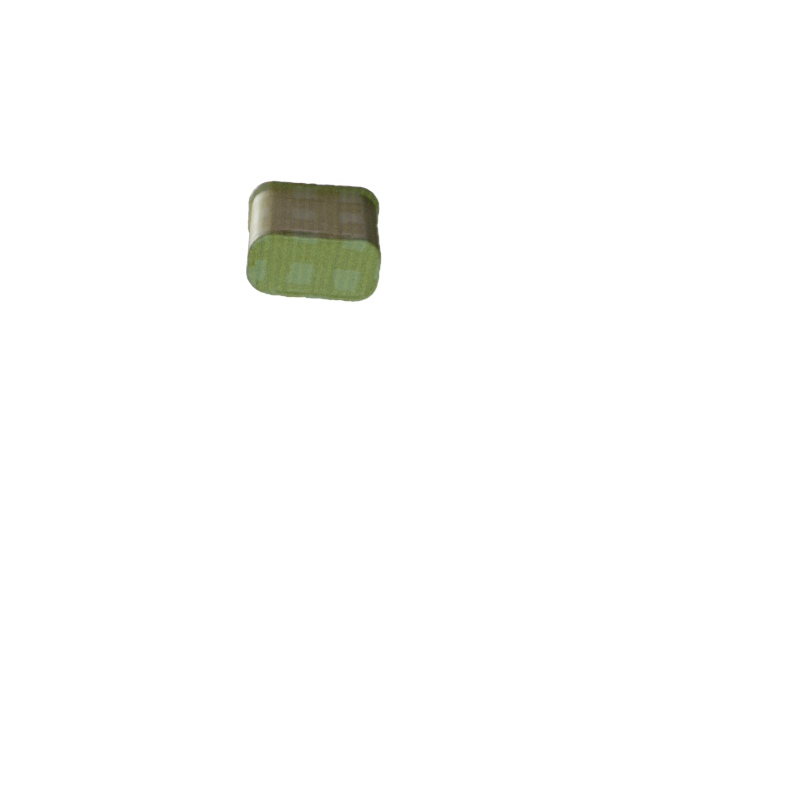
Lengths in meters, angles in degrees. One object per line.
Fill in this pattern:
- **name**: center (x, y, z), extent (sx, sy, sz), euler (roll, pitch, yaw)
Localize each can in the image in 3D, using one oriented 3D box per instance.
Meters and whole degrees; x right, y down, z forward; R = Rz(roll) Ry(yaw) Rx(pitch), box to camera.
- **can**: center (-0.065, -0.118, 0.830), extent (0.101, 0.054, 0.089), euler (3, 33, -4)
